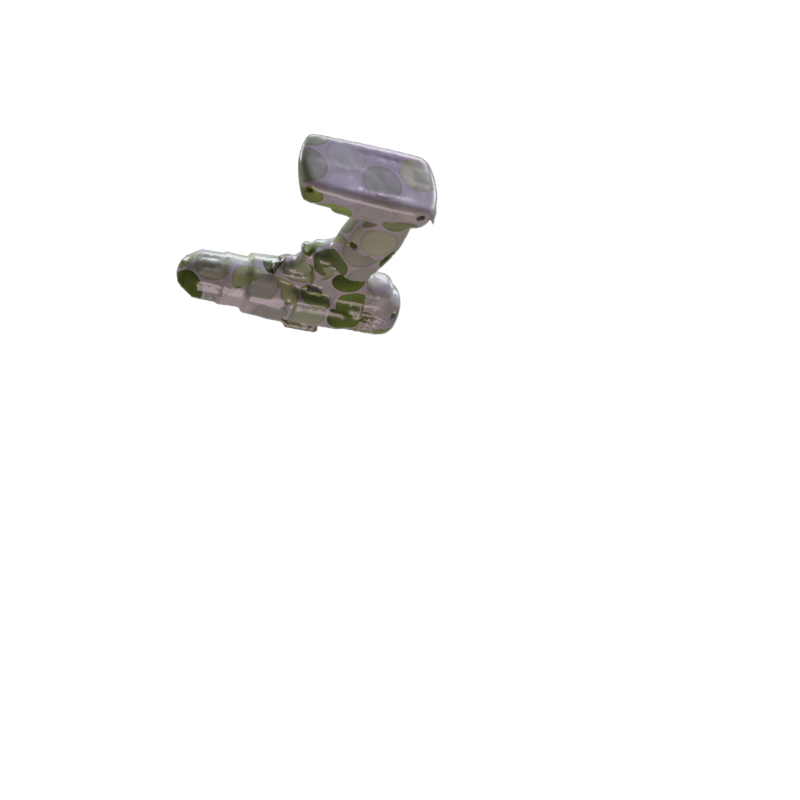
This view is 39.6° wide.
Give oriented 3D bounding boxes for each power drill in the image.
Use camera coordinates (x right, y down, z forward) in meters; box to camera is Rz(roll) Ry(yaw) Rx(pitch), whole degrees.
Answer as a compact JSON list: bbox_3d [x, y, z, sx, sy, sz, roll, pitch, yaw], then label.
[{"bbox_3d":[-0.066,-0.121,0.848,0.180,0.061,0.180,9,-31,-16],"label":"power drill"}]
